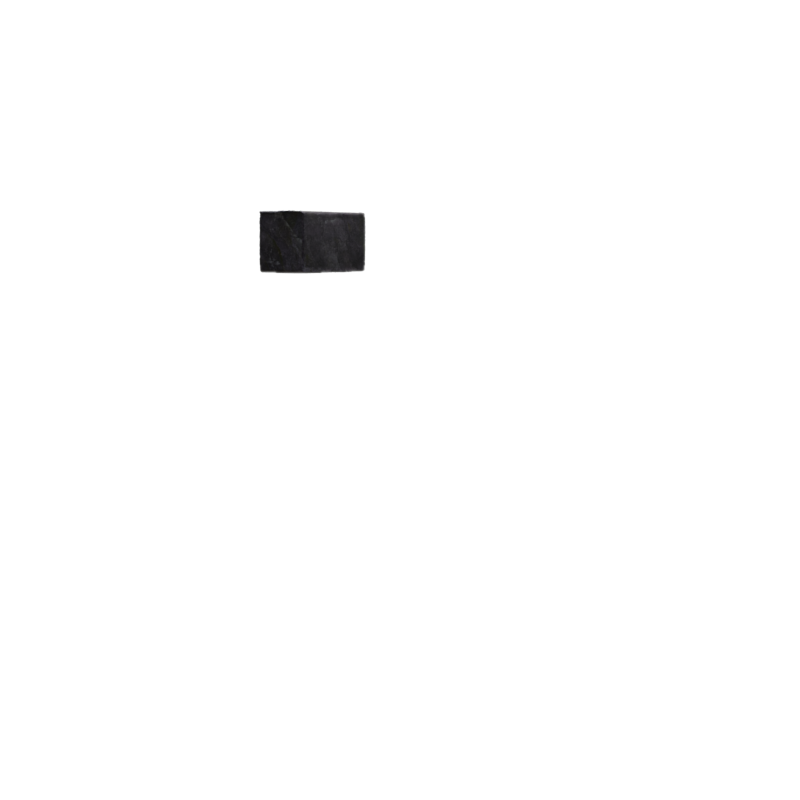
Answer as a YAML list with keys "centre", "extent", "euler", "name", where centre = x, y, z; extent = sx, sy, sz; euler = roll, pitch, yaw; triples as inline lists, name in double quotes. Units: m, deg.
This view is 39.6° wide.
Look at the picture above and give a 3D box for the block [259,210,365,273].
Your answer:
- centre: [-0.073, -0.133, 0.928]
  extent: [0.055, 0.051, 0.075]
  euler: [4, 7, 41]
  name: "block"
